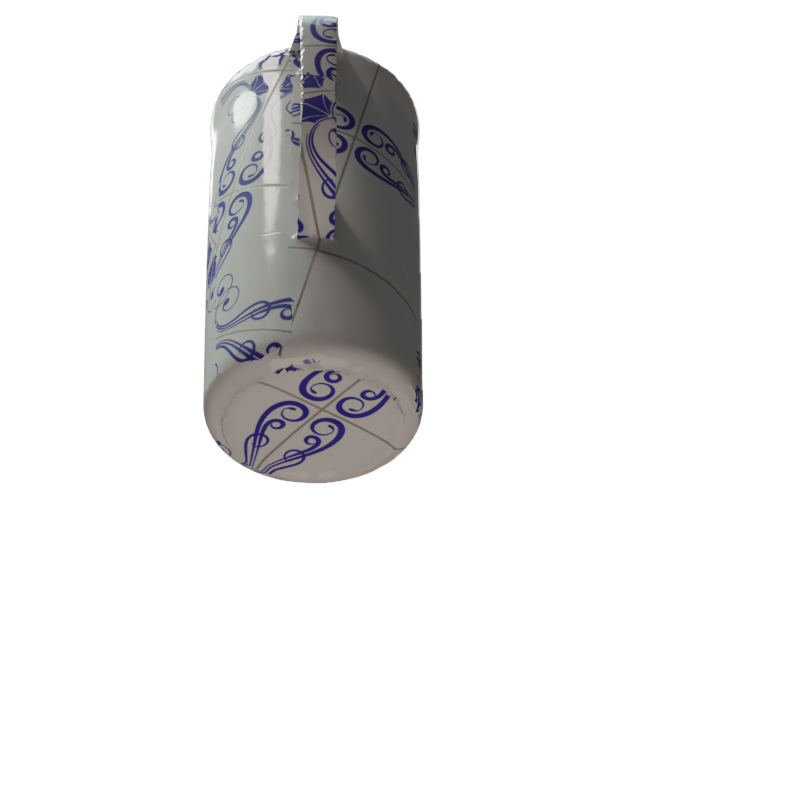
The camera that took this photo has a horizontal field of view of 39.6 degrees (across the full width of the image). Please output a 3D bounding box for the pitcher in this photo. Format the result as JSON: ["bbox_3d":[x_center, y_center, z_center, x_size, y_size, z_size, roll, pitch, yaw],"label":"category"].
[{"bbox_3d":[-0.048,-0.088,0.617,0.144,0.261,0.139,-32,-50,27],"label":"pitcher"}]
